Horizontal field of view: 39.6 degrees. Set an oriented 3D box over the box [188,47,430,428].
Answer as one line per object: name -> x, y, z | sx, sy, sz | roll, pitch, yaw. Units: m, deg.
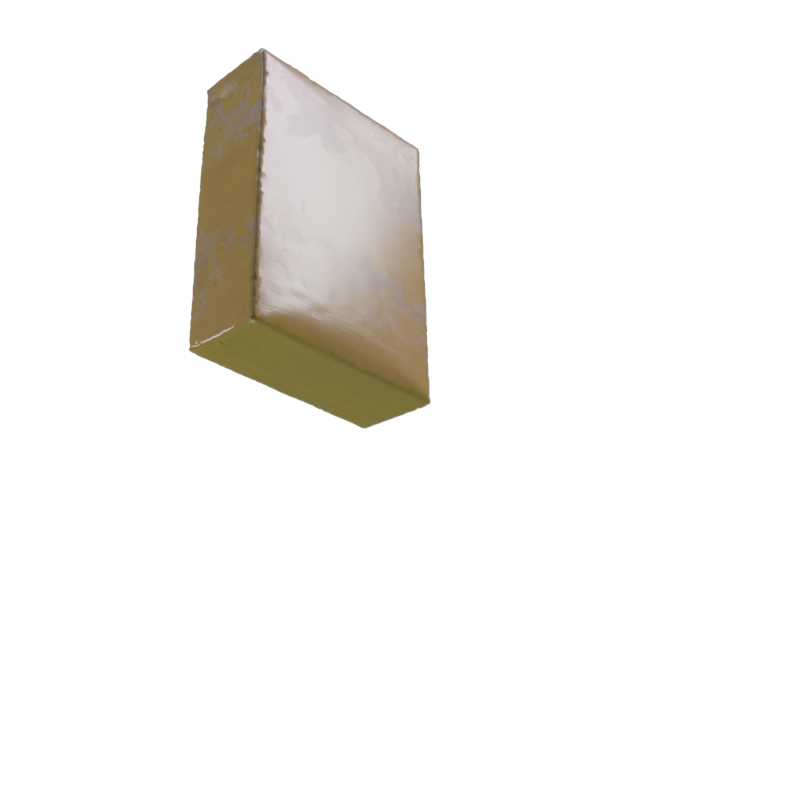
box -> -0.059, -0.108, 0.760 | 0.072, 0.228, 0.154 | -28, -39, 36
